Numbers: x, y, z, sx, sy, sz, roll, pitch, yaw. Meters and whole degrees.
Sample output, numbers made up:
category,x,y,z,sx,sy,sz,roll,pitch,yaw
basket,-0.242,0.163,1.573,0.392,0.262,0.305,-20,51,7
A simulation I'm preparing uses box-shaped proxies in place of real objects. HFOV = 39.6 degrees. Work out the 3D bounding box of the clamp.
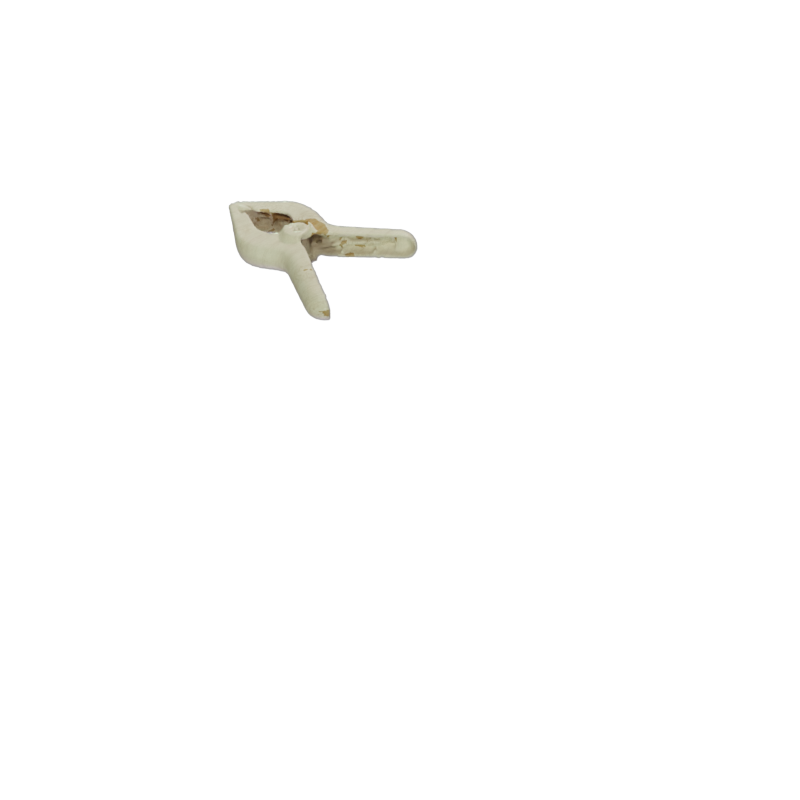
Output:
category,x,y,z,sx,sy,sz,roll,pitch,yaw
clamp,-0.073,-0.134,0.939,0.119,0.037,0.184,-27,45,-30
